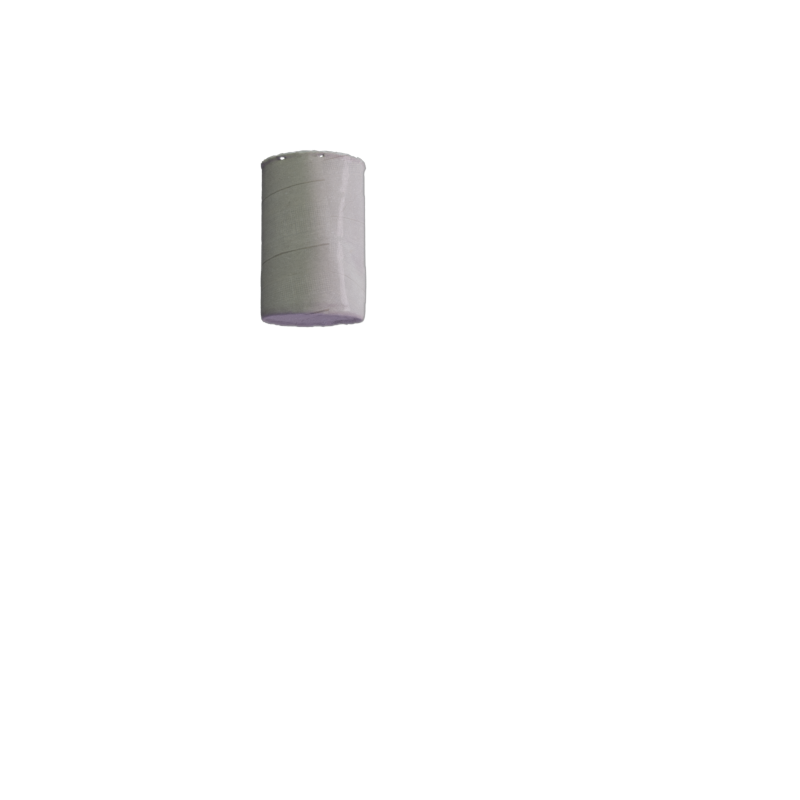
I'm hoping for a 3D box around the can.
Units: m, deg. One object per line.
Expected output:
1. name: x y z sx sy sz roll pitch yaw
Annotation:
1. can: -0.055 -0.101 0.706 0.068 0.105 0.067 0 -9 -2
